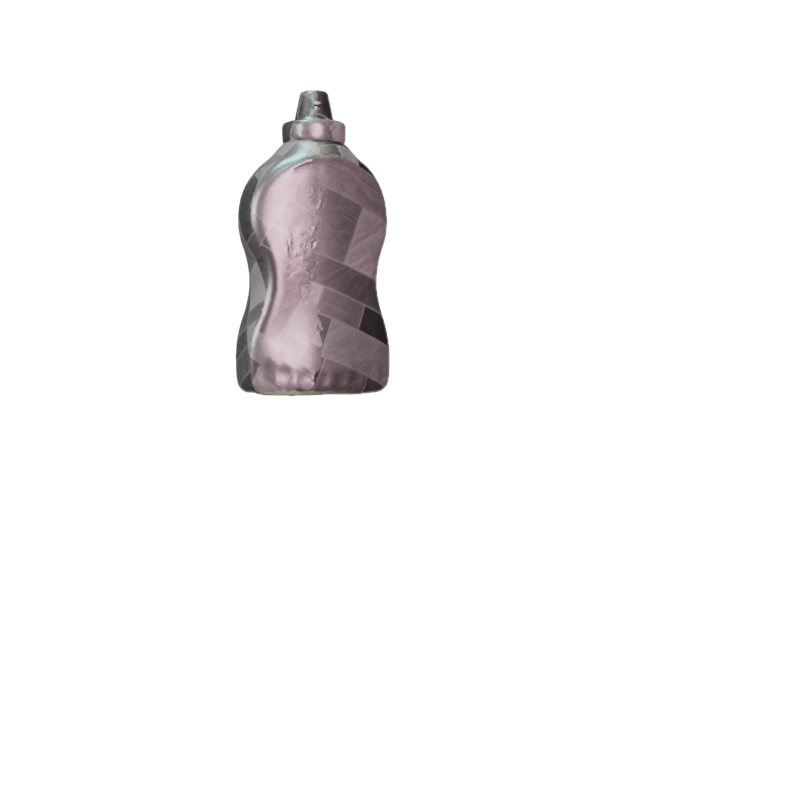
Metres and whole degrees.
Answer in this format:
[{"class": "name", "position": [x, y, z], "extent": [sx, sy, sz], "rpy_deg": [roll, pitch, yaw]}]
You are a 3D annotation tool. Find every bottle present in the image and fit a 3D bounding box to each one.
[{"class": "bottle", "position": [-0.055, -0.101, 0.705], "extent": [0.093, 0.193, 0.059], "rpy_deg": [1, -4, -22]}]
